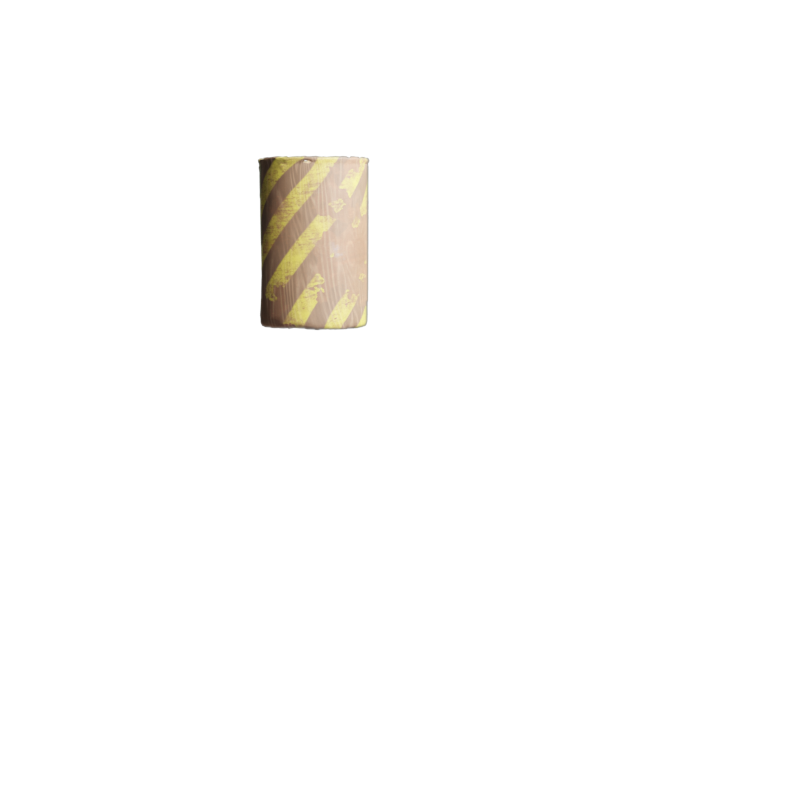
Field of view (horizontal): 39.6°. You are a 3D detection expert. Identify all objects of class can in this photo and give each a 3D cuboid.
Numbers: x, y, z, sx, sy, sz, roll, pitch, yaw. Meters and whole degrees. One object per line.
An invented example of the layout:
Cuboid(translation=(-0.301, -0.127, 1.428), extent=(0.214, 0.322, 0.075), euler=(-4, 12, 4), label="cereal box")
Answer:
Cuboid(translation=(-0.053, -0.097, 0.677), extent=(0.068, 0.102, 0.069), euler=(0, 4, -2), label="can")
